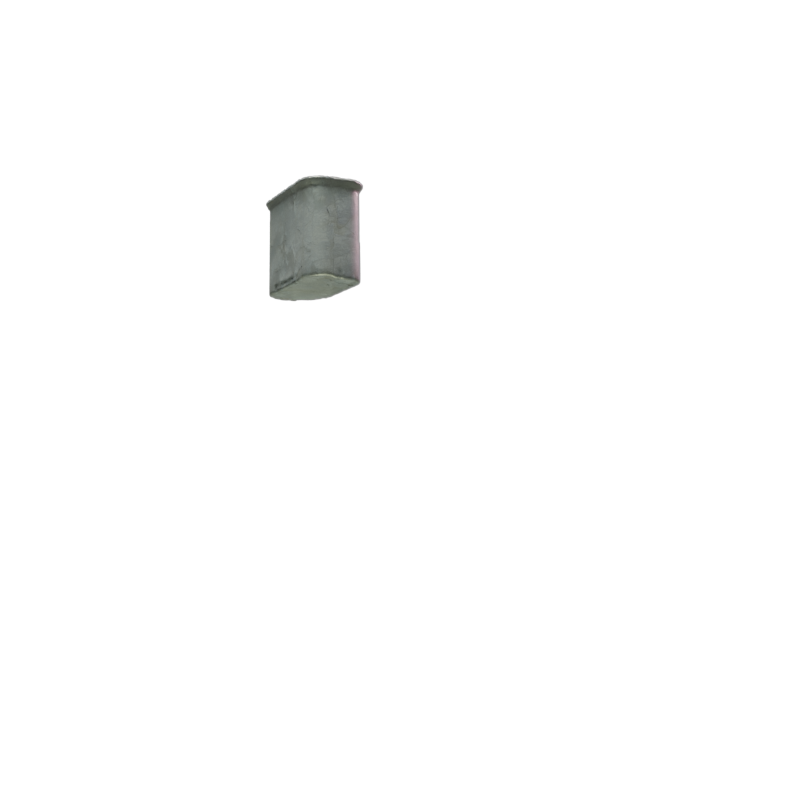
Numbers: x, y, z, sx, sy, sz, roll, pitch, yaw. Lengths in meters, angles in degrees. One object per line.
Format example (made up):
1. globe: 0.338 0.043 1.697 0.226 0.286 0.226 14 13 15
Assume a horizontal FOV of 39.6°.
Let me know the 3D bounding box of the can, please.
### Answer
1. can: -0.073 -0.132 0.928 0.055 0.086 0.103 6 -12 -28
